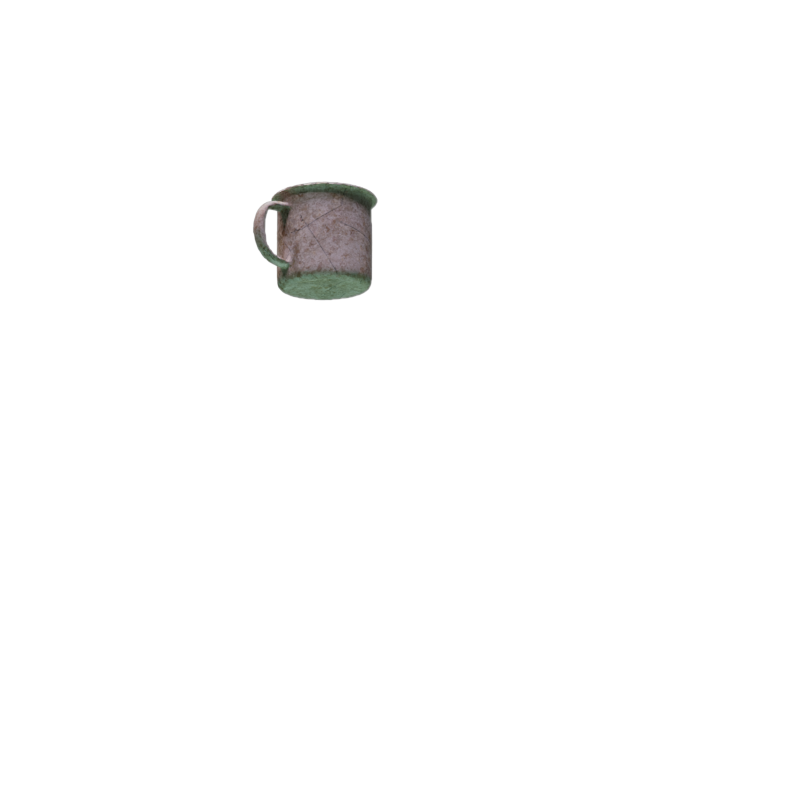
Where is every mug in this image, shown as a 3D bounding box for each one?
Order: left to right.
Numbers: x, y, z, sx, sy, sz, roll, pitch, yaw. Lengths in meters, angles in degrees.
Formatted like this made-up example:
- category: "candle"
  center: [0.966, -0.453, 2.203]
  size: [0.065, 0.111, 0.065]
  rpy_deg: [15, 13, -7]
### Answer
- category: "mug"
  center: [-0.074, -0.136, 0.950]
  size: [0.111, 0.085, 0.095]
  rpy_deg: [10, -17, -39]
